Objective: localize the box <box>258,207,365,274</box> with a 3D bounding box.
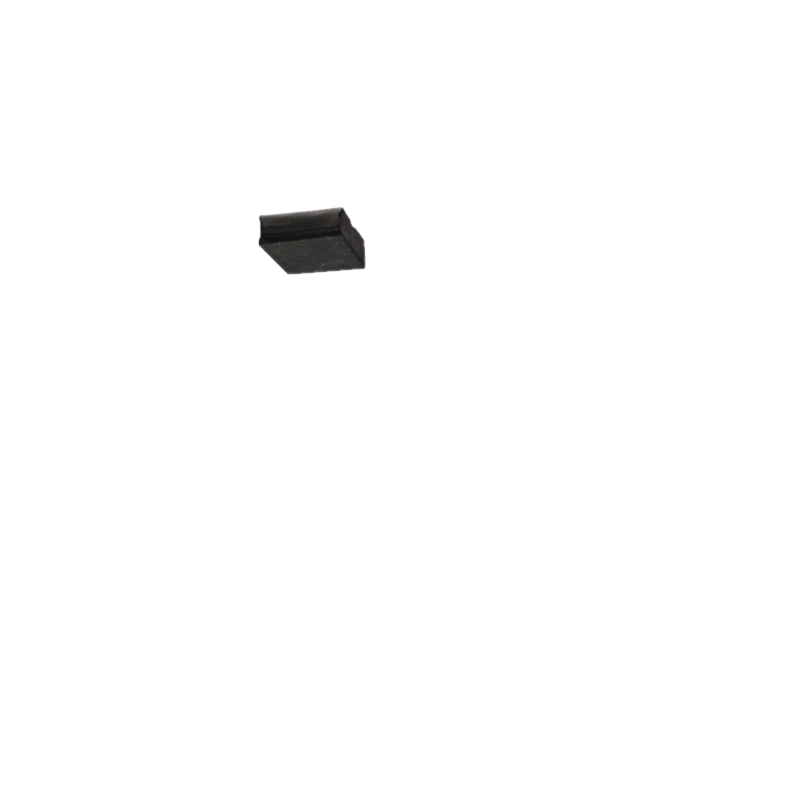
[{"bbox_3d":[-0.075,-0.136,0.954,0.074,0.031,0.084,-3,-14,13],"label":"box"}]
